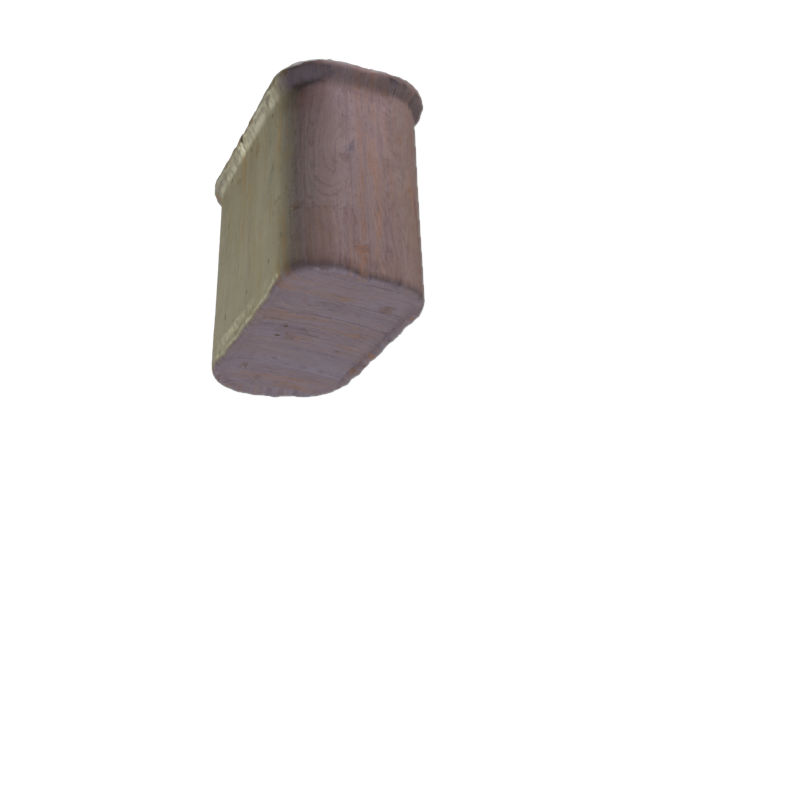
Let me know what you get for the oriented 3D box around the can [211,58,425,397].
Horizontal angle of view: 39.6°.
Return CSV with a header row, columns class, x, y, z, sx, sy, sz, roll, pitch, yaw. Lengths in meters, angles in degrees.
class,x,y,z,sx,sy,sz,roll,pitch,yaw
can,-0.032,-0.057,0.402,0.055,0.089,0.099,11,-30,-22
